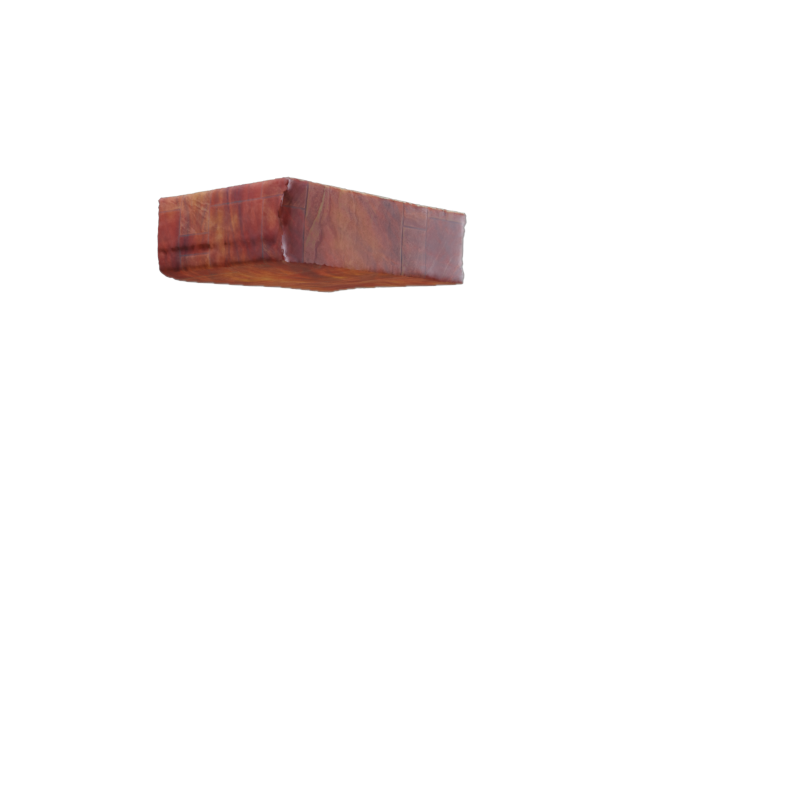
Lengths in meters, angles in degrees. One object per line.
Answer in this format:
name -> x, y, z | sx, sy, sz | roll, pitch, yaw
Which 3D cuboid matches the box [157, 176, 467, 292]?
box -> -0.039, -0.071, 0.501 | 0.093, 0.039, 0.109 | 0, 0, 45
